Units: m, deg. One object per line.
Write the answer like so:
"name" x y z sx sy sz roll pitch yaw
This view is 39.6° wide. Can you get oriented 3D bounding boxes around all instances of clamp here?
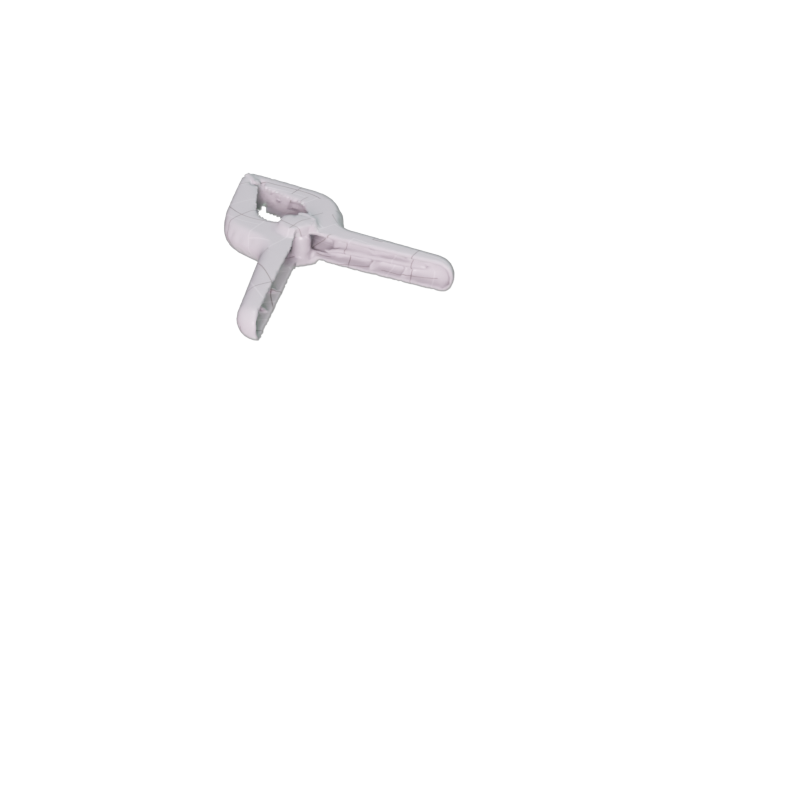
"clamp" -0.066 -0.121 0.847 0.162 0.034 0.227 -11 36 -16
